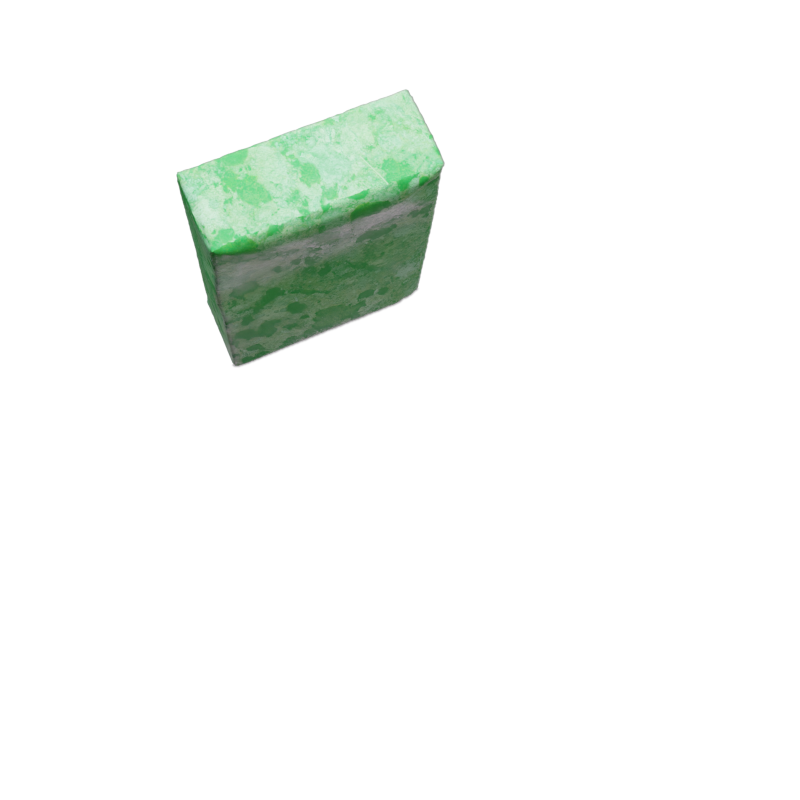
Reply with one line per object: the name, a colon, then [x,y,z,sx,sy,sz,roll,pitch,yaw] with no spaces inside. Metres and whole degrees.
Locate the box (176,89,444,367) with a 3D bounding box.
box: [-0.062,-0.113,0.795,0.163,0.075,0.204,-23,-16,-11]
